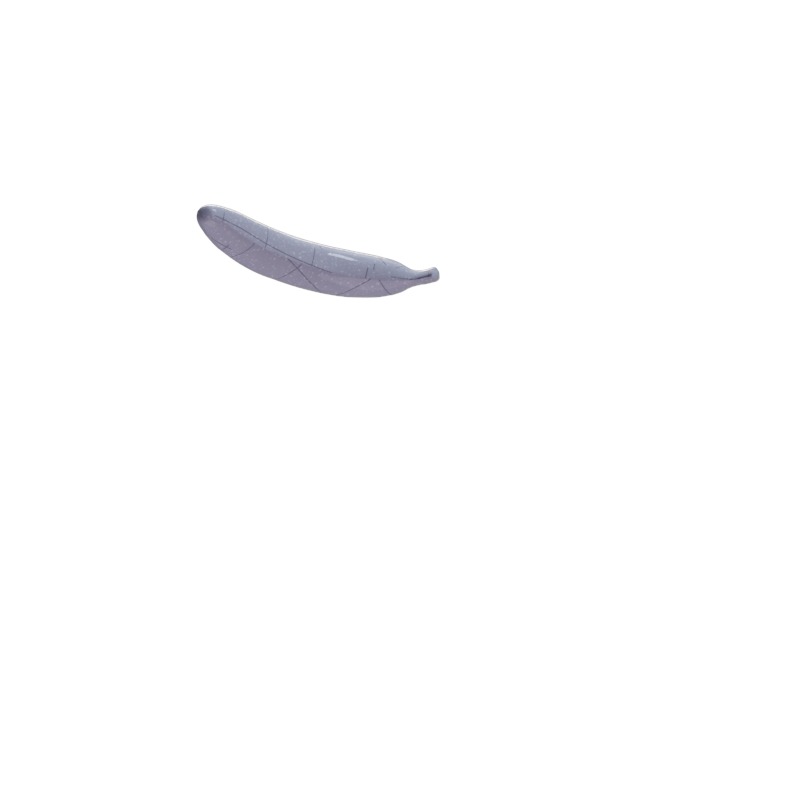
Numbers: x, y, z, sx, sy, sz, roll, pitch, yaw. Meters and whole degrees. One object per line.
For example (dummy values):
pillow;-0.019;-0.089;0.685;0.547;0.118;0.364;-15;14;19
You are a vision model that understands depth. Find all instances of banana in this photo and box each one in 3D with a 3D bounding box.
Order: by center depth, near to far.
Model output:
banana;-0.071;-0.113;0.860;0.191;0.039;0.068;11;-30;-21
